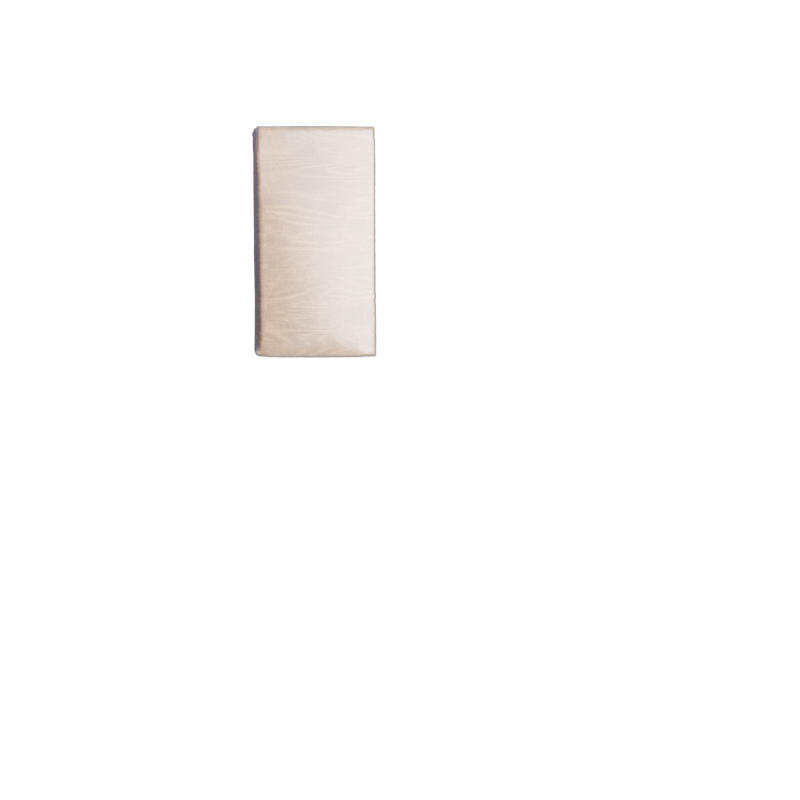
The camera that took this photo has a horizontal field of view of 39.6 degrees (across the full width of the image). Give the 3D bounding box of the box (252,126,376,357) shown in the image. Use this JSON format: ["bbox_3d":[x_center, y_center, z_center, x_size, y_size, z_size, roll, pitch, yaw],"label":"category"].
[{"bbox_3d":[-0.067,-0.122,0.855,0.092,0.176,0.049,0,0,-9],"label":"box"}]
